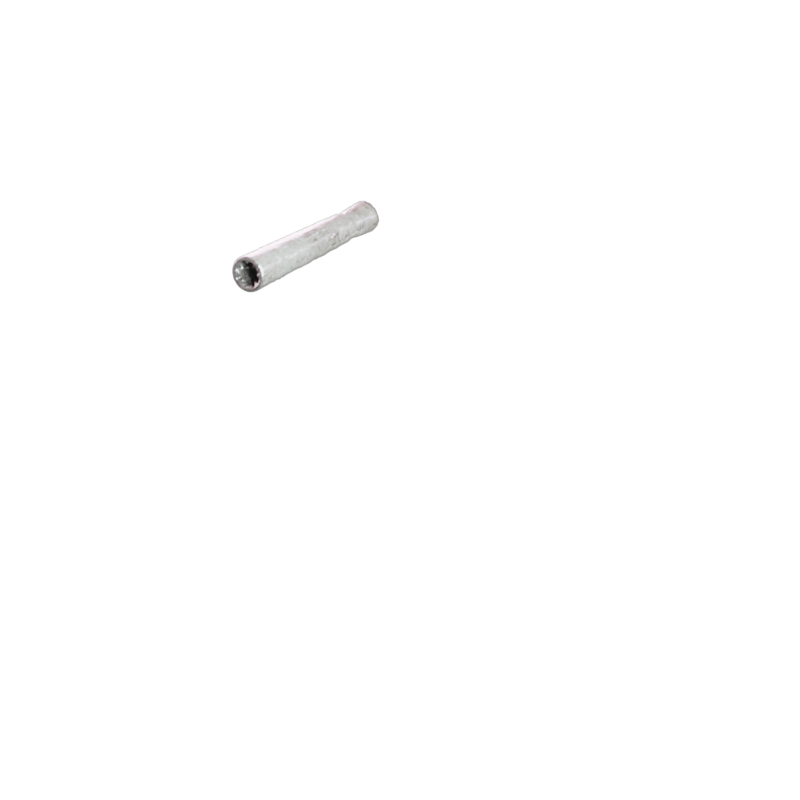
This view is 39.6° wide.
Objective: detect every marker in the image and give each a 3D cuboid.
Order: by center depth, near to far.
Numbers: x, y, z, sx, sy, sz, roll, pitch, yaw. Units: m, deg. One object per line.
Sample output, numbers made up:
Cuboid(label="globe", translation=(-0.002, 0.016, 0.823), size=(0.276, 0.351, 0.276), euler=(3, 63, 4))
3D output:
Cuboid(label="marker", translation=(-0.046, -0.084, 0.587), size=(0.020, 0.019, 0.121), euler=(2, 23, 30))
